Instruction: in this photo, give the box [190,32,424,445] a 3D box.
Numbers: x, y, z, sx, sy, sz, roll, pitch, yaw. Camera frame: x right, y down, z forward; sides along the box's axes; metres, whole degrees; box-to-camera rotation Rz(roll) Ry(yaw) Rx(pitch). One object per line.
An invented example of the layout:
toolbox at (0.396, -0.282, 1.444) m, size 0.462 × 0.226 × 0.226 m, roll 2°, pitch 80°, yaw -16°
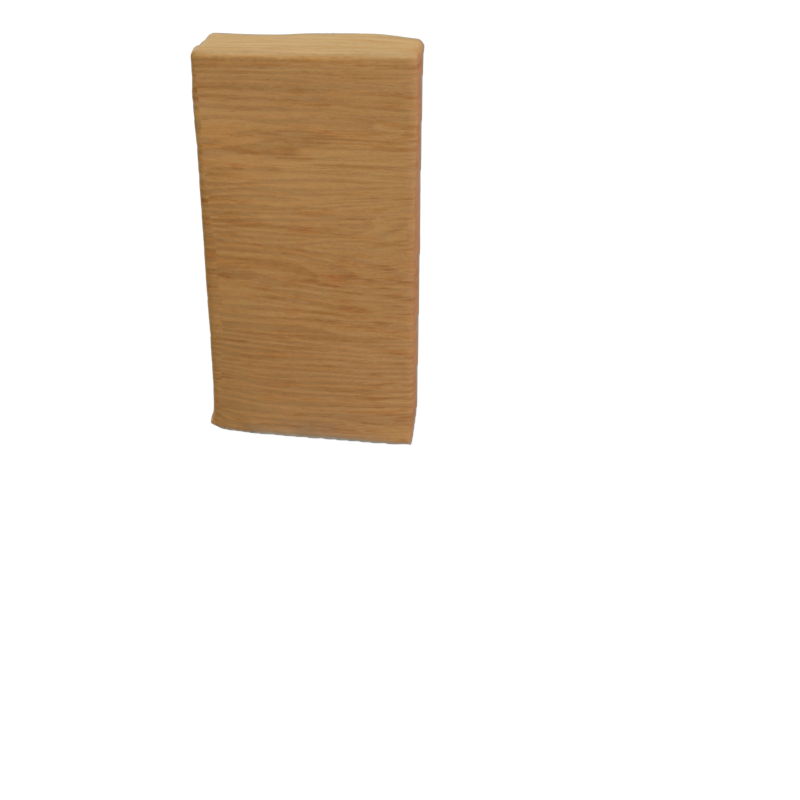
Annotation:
box at (-0.037, -0.069, 0.481) m, size 0.094 × 0.168 × 0.050 m, roll 4°, pitch 22°, yaw 7°
